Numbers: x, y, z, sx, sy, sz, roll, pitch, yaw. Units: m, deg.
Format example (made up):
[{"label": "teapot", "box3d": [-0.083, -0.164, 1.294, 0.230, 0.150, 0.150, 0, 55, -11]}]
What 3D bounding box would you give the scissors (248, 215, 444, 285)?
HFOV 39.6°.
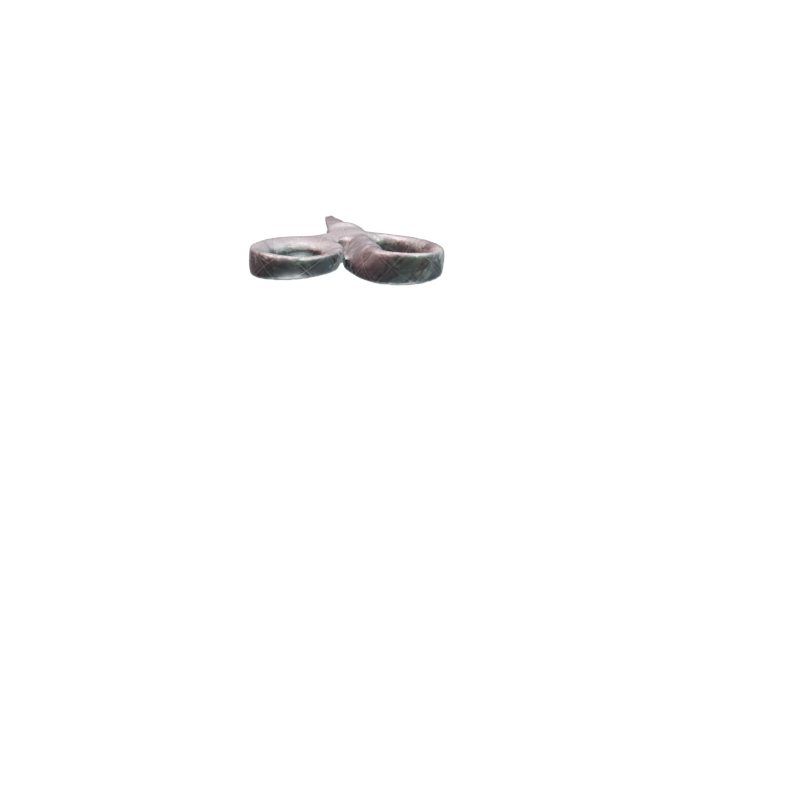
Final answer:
[{"label": "scissors", "box3d": [-0.044, -0.080, 0.561, 0.094, 0.015, 0.211, -6, 16, -20]}]
